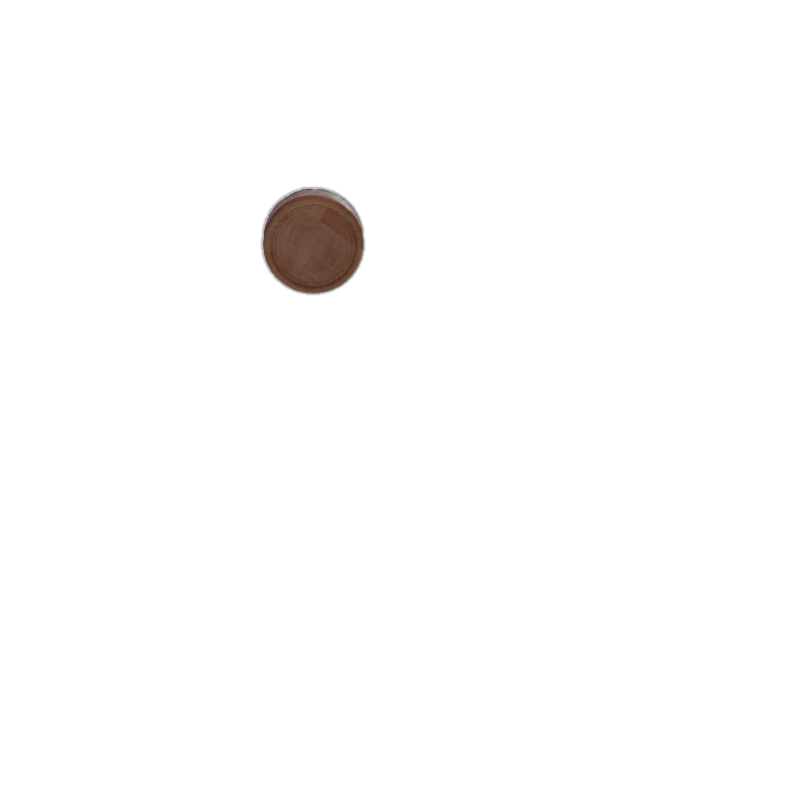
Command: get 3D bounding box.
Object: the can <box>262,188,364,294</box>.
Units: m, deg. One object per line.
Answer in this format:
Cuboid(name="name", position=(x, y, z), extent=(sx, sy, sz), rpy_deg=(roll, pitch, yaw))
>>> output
Cuboid(name="can", position=(-0.073, -0.132, 0.927), extent=(0.086, 0.083, 0.035), rpy_deg=(0, 14, -1))
